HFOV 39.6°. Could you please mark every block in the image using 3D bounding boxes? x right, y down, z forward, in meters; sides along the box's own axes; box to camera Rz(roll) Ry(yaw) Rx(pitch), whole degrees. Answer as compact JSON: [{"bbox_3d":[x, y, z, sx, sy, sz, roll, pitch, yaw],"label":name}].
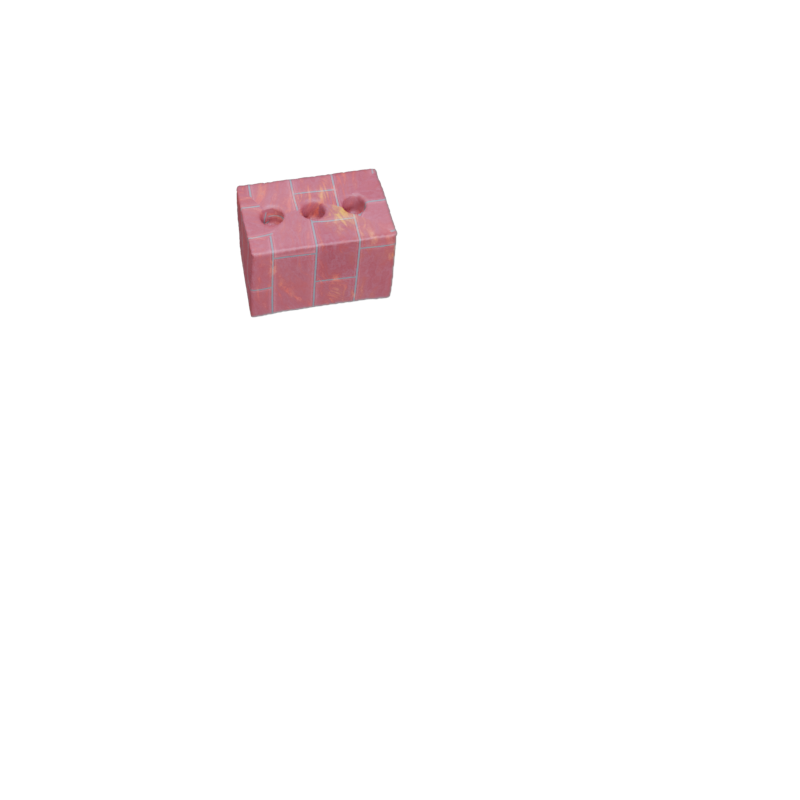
[{"bbox_3d":[-0.046,-0.085,0.593,0.077,0.057,0.048,-9,-37,-9],"label":"block"}]
